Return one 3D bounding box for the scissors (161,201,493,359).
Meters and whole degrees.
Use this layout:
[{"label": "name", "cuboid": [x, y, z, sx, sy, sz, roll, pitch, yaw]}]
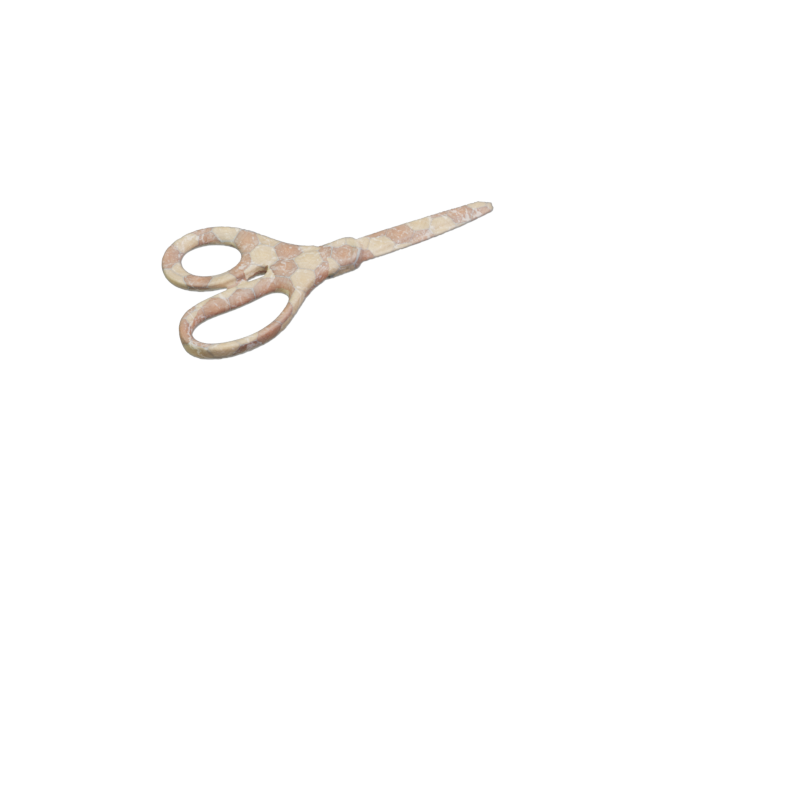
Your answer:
[{"label": "scissors", "cuboid": [-0.050, -0.092, 0.642, 0.203, 0.015, 0.103, -35, 59, -25]}]
